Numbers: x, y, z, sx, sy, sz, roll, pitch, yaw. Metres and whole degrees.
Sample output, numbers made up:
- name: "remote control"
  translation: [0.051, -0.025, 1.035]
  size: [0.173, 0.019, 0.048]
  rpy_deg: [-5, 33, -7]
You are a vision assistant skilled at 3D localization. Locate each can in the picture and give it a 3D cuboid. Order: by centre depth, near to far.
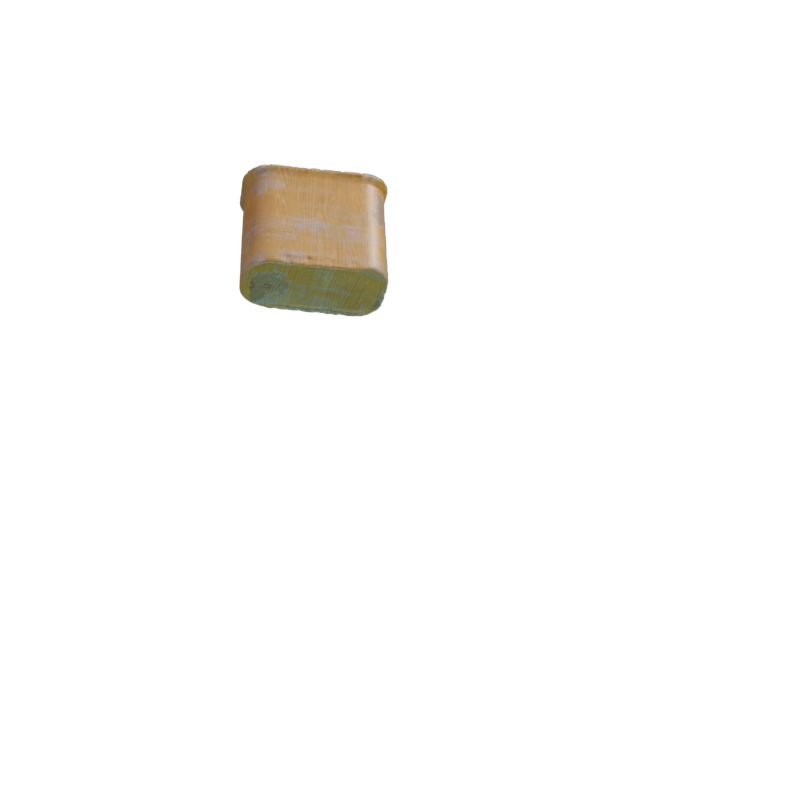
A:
- name: "can"
  translation: [-0.059, -0.107, 0.752]
  size: [0.101, 0.090, 0.054]
  rpy_deg: [4, -36, -8]
